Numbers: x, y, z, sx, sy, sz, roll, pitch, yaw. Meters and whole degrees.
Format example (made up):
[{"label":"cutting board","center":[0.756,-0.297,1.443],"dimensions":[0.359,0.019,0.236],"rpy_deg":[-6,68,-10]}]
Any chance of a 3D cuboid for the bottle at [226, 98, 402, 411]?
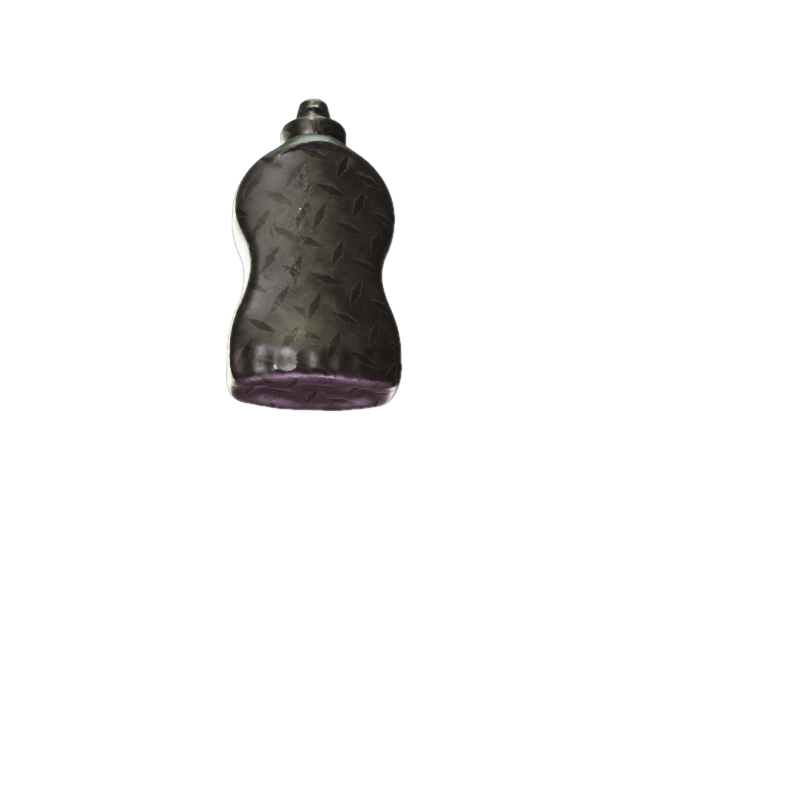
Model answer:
[{"label":"bottle","center":[-0.051,-0.093,0.648],"dimensions":[0.095,0.203,0.055],"rpy_deg":[1,-26,-5]}]
